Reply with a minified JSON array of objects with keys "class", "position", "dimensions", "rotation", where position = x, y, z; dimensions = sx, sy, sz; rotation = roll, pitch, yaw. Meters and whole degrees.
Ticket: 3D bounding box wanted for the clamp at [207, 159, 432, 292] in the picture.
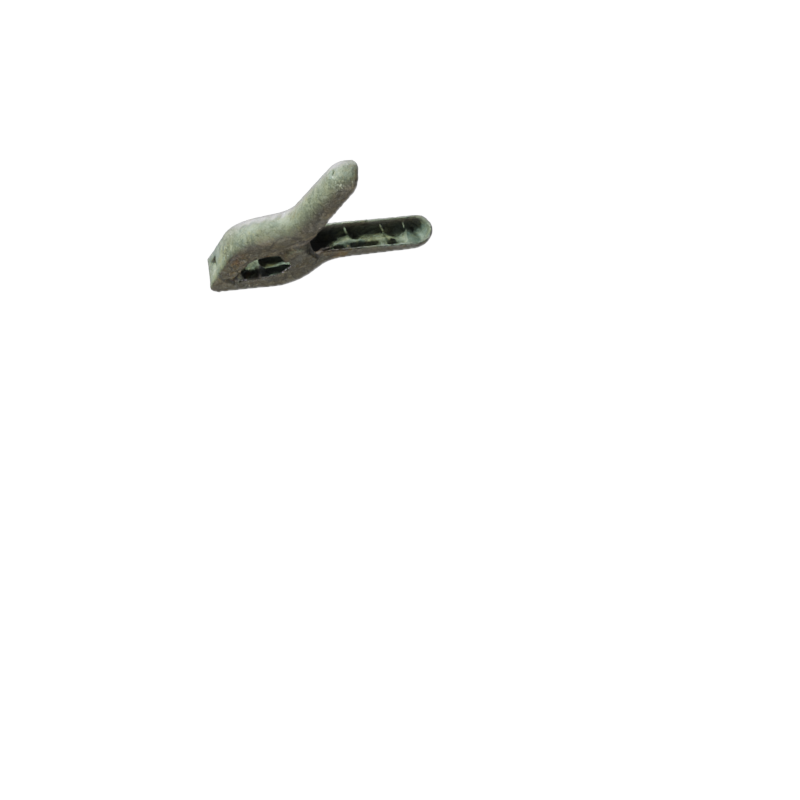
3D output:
[{"class":"clamp","position":[-0.064,-0.118,0.824],"dimensions":[0.173,0.042,0.112],"rotation":[-20,-32,35]}]
